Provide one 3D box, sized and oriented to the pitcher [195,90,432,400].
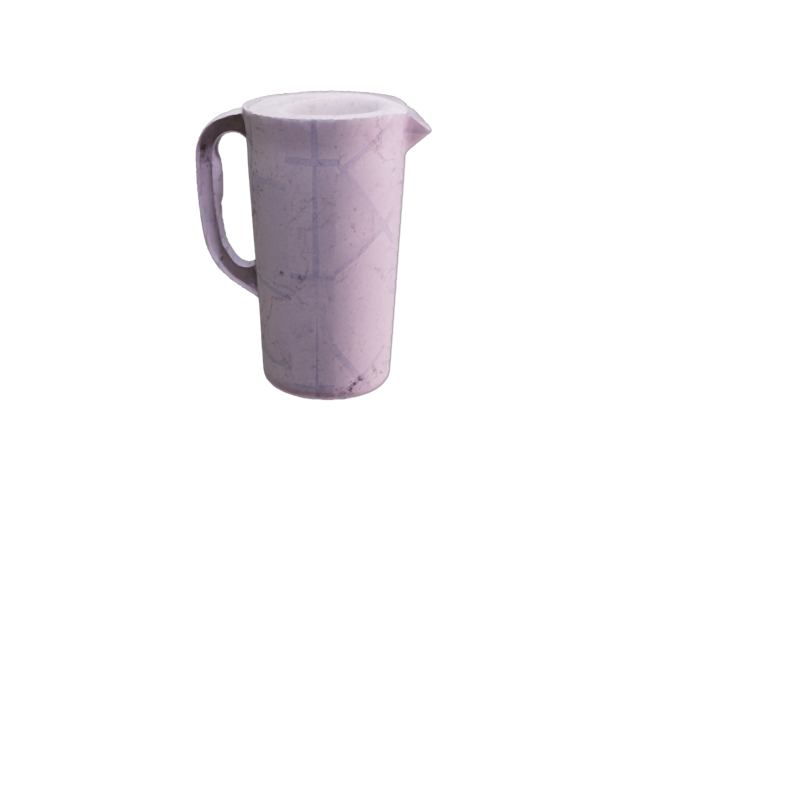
[{"bbox_3d":[-0.071,-0.130,0.910,0.142,0.233,0.158,-15,25,-39],"label":"pitcher"}]
